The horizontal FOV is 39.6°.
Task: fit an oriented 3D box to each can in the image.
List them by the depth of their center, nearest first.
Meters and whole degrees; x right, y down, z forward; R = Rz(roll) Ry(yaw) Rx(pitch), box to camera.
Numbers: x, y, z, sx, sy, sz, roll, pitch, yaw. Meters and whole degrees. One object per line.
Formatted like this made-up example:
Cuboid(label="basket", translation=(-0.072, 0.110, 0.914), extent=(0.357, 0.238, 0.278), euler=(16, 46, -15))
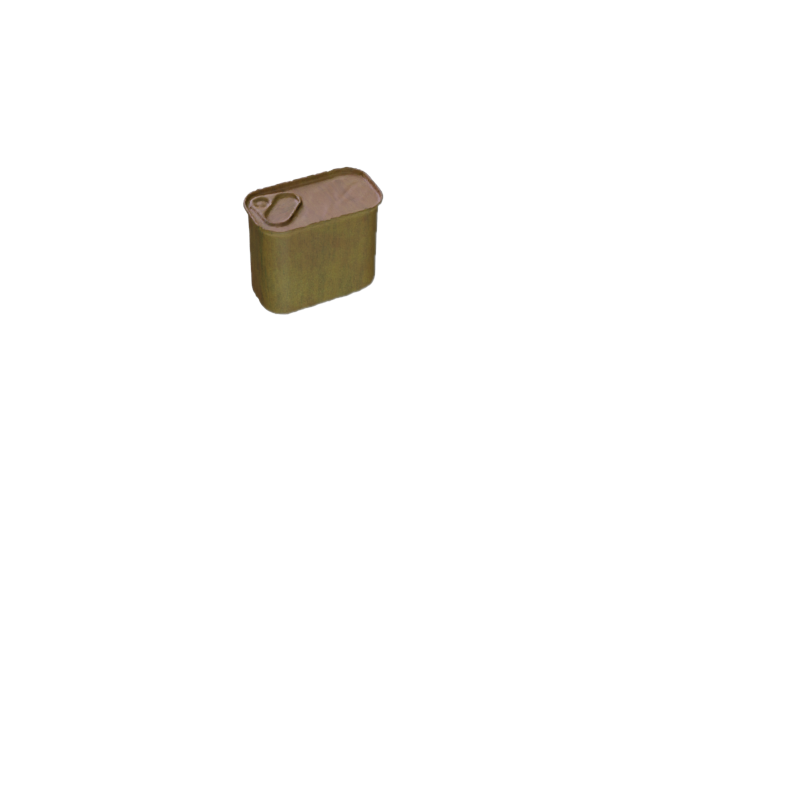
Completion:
Cuboid(label="can", translation=(-0.066, -0.121, 0.848), extent=(0.101, 0.078, 0.062), euler=(-18, 46, -20))
